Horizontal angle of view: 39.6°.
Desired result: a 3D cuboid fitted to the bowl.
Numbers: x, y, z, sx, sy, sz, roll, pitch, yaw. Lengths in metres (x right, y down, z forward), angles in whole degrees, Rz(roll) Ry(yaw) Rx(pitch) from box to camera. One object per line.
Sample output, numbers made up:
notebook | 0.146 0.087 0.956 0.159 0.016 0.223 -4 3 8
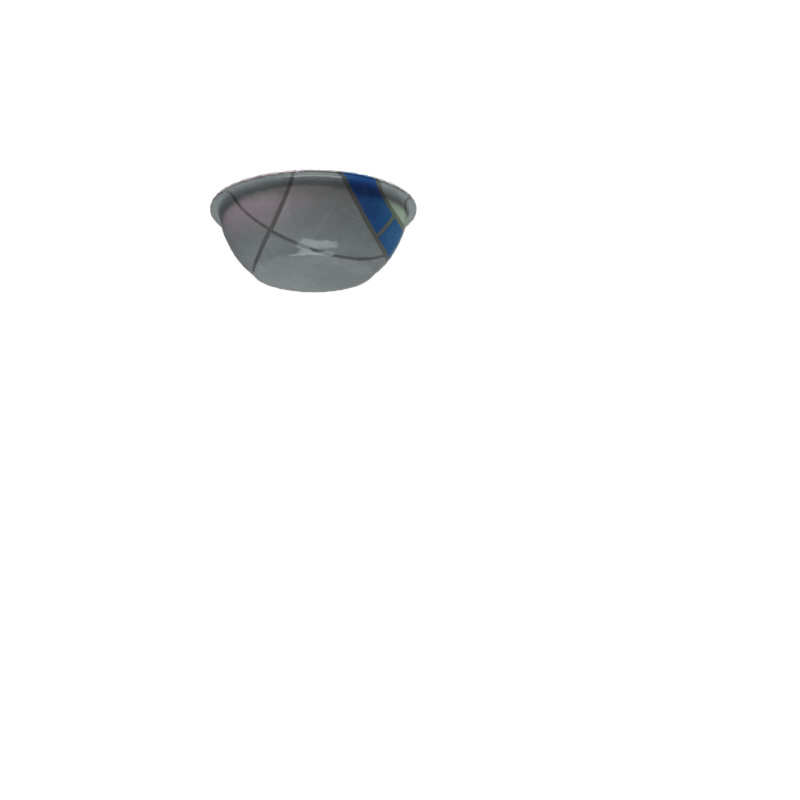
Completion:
bowl | -0.067 -0.123 0.858 0.162 0.057 0.156 0 -14 -2
